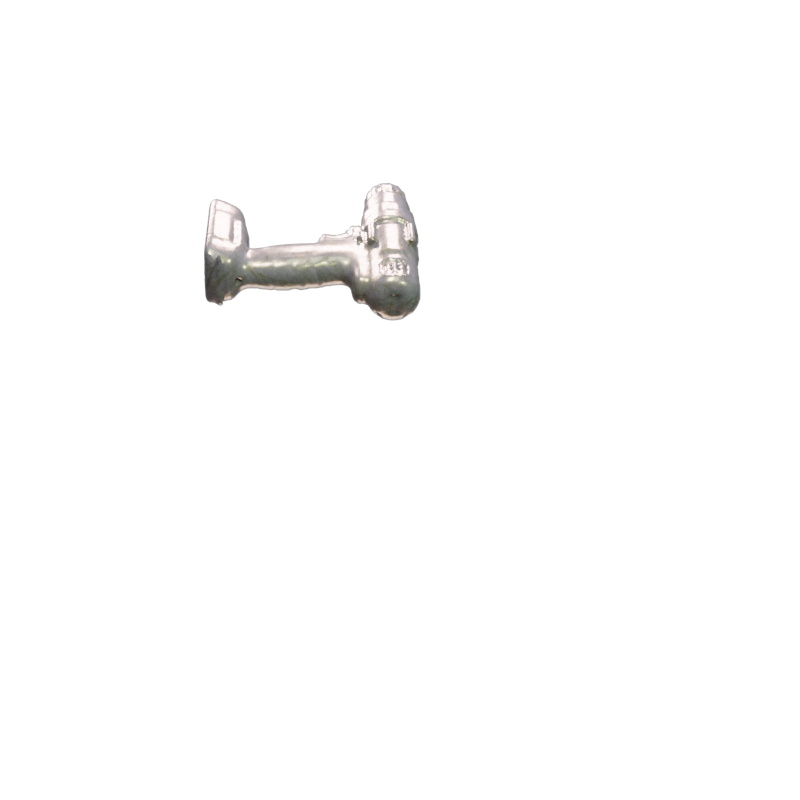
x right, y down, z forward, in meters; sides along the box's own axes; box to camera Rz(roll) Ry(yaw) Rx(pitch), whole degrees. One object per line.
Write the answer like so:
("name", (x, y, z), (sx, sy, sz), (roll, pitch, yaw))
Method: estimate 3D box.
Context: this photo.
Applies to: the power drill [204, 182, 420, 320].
("power drill", (-0.077, -0.140, 0.981), (0.187, 0.054, 0.197), (-1, 36, -1))
